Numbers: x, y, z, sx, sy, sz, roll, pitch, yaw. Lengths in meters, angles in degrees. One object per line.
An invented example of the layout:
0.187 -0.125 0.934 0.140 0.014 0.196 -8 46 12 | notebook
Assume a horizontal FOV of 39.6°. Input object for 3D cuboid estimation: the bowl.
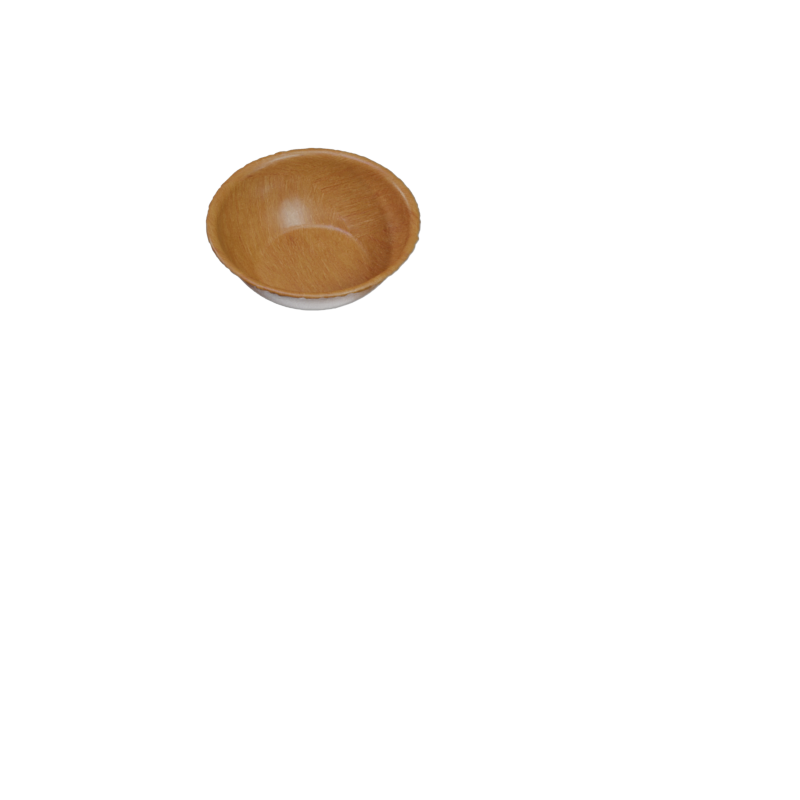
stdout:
-0.067 -0.122 0.852 0.162 0.174 0.051 -1 -41 -1 | bowl
